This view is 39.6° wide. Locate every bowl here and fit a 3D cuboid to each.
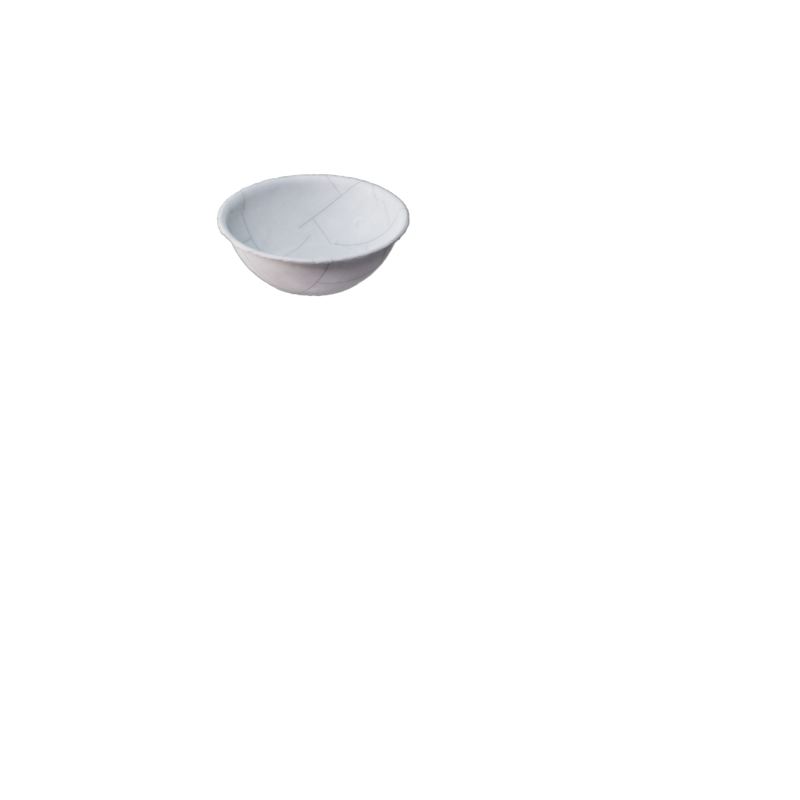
[{"bbox_3d":[-0.074,-0.134,0.941,0.162,0.052,0.173,-1,34,-2],"label":"bowl"}]
